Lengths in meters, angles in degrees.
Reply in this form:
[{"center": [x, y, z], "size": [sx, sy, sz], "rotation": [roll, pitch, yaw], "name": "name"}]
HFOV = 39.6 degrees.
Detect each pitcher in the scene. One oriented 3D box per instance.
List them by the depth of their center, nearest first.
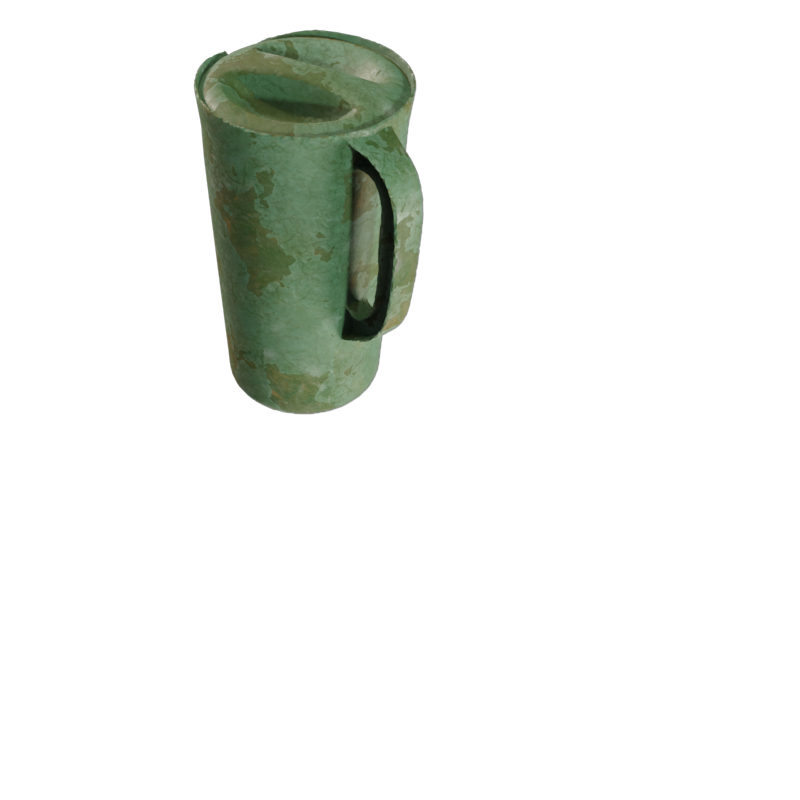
[{"center": [-0.057, -0.103, 0.722], "size": [0.146, 0.227, 0.158], "rotation": [6, 41, 4], "name": "pitcher"}]
